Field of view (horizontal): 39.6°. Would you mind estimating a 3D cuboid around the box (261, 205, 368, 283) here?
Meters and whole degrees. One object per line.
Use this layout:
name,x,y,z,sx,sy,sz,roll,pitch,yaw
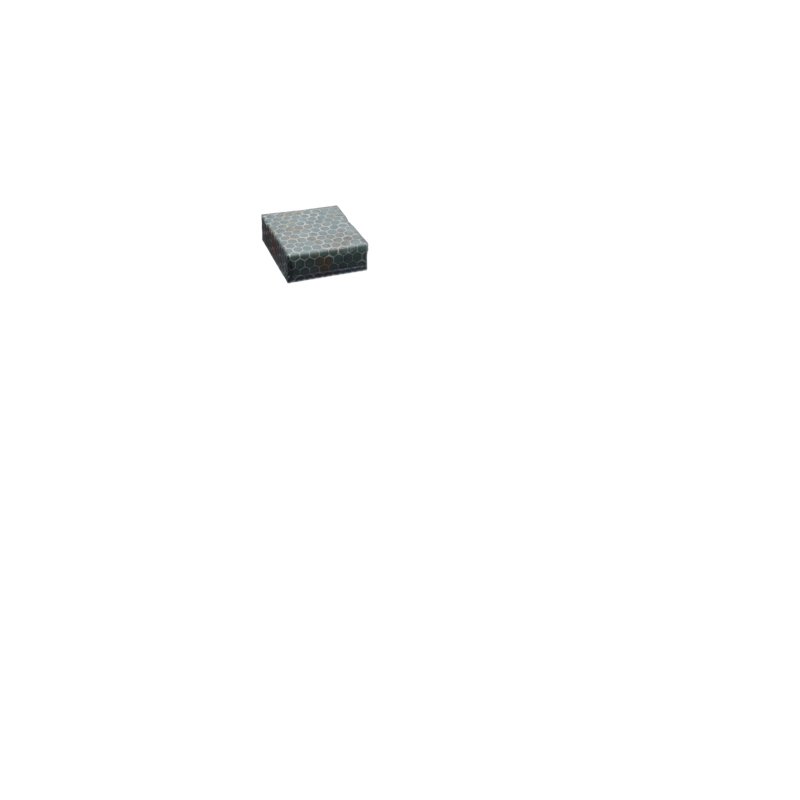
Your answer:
box,-0.076,-0.139,0.977,0.072,0.028,0.096,-10,33,-16
